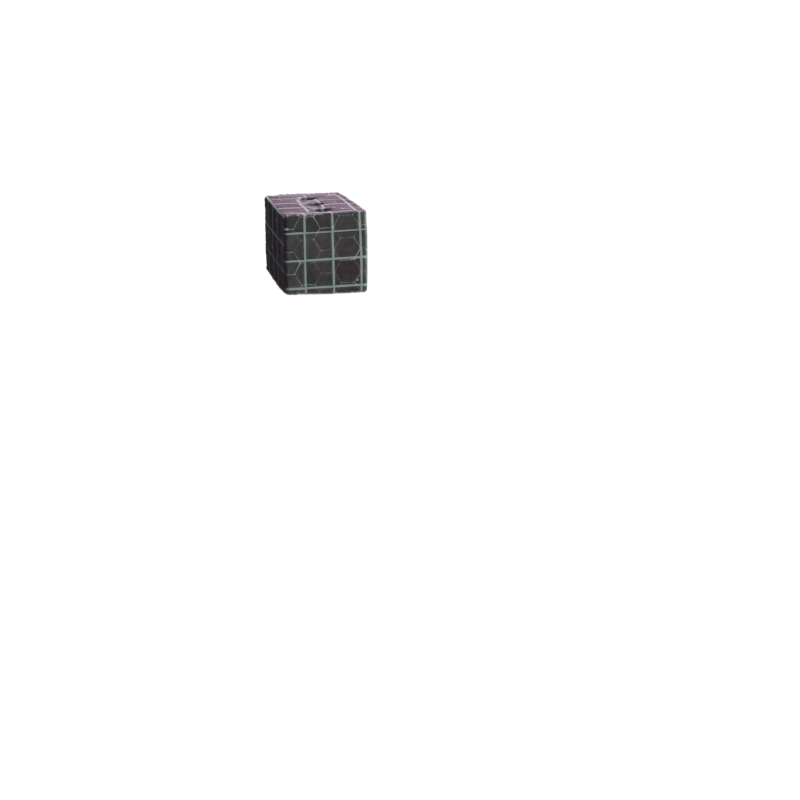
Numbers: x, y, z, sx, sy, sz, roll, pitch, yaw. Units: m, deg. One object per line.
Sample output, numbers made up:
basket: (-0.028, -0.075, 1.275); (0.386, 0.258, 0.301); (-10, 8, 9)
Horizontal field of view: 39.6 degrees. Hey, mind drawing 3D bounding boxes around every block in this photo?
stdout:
block: (-0.056, -0.101, 0.709); (0.052, 0.050, 0.082); (-4, 18, -15)
